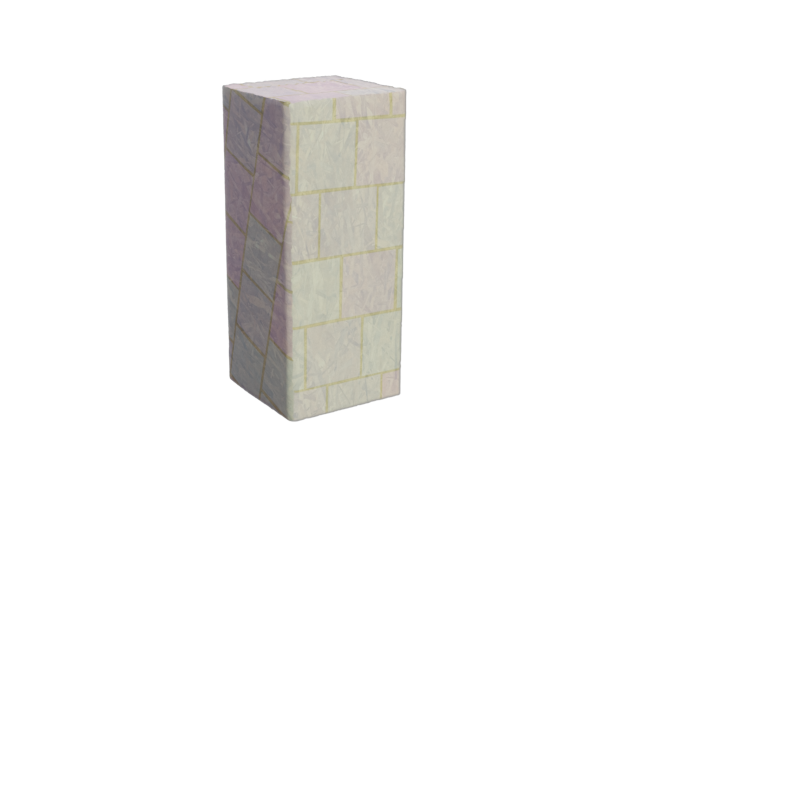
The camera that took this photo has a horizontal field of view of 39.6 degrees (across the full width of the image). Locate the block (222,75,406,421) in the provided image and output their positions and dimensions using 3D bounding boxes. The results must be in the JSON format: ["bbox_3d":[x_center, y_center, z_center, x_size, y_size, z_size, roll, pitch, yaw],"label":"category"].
[{"bbox_3d":[-0.057,-0.105,0.734,0.088,0.198,0.096,-10,21,-32],"label":"block"}]
